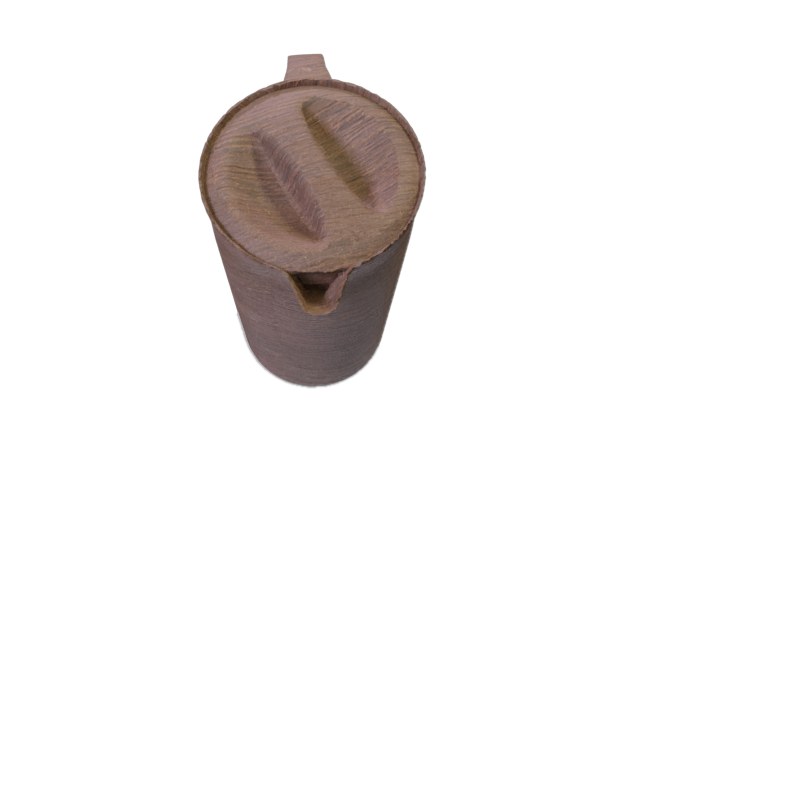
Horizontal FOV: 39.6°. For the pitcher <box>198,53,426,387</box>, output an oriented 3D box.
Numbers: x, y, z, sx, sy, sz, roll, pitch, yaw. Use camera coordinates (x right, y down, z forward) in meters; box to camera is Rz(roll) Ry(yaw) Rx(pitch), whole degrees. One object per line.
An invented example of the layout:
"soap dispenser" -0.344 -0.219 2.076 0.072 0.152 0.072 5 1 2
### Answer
"pitcher" -0.059 -0.108 0.754 0.150 0.151 0.231 38 -19 11
